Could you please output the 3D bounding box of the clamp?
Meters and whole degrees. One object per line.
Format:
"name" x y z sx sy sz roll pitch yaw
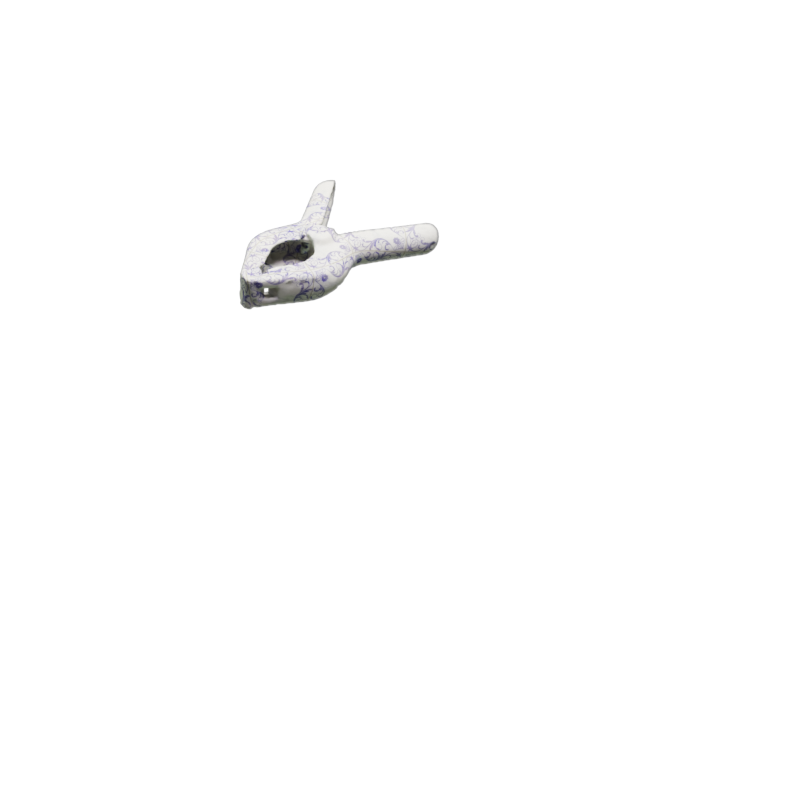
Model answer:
"clamp" -0.068 -0.123 0.863 0.170 0.037 0.128 -26 40 -35
